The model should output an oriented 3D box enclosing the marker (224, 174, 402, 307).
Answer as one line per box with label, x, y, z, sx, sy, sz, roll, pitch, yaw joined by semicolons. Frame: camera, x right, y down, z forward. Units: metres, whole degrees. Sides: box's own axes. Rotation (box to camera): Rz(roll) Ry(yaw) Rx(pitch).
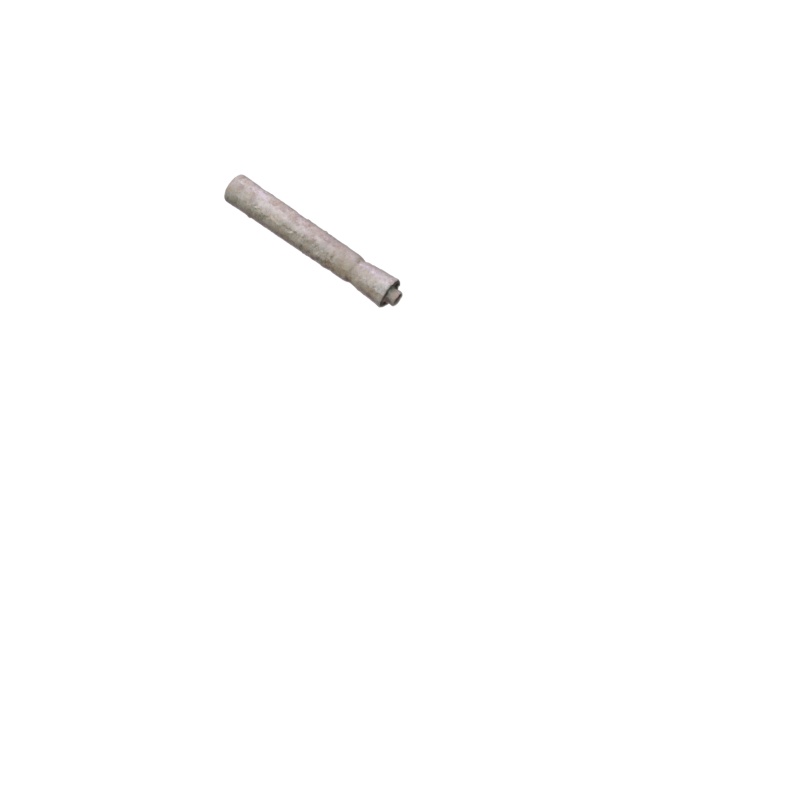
marker;-0.049;-0.090;0.632;0.127;0.019;0.019;36;16;19
